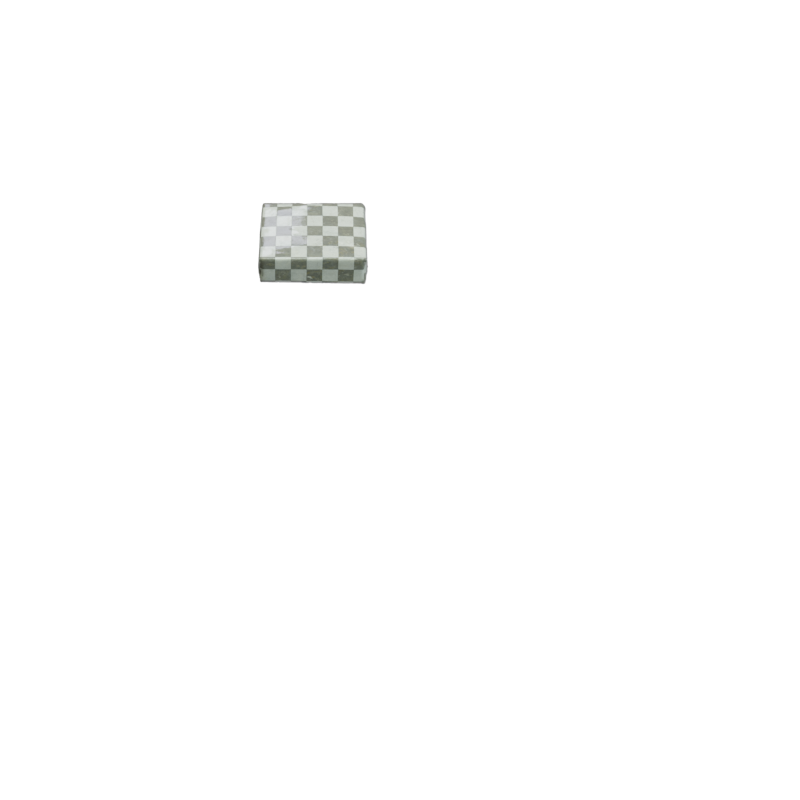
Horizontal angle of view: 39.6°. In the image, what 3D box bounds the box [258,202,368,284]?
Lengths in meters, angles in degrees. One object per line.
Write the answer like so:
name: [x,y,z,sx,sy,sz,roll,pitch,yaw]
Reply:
box: [-0.072,-0.132,0.923,0.089,0.078,0.028,0,-45,-1]
